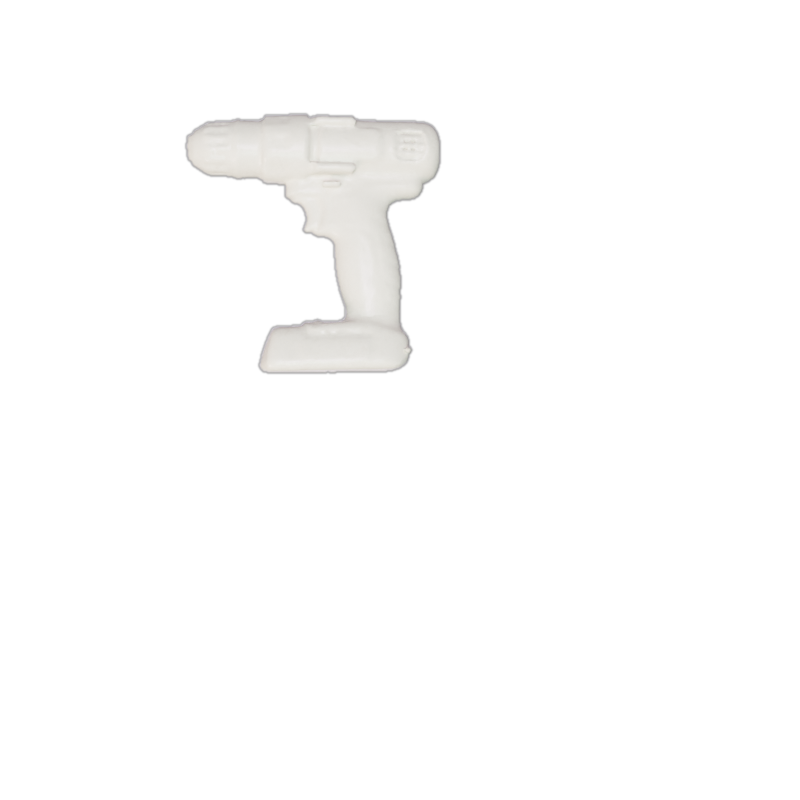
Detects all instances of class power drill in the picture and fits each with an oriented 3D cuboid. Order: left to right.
[{"bbox_3d":[-0.062,-0.114,0.796,0.184,0.191,0.056,0,-7,0],"label":"power drill"}]
